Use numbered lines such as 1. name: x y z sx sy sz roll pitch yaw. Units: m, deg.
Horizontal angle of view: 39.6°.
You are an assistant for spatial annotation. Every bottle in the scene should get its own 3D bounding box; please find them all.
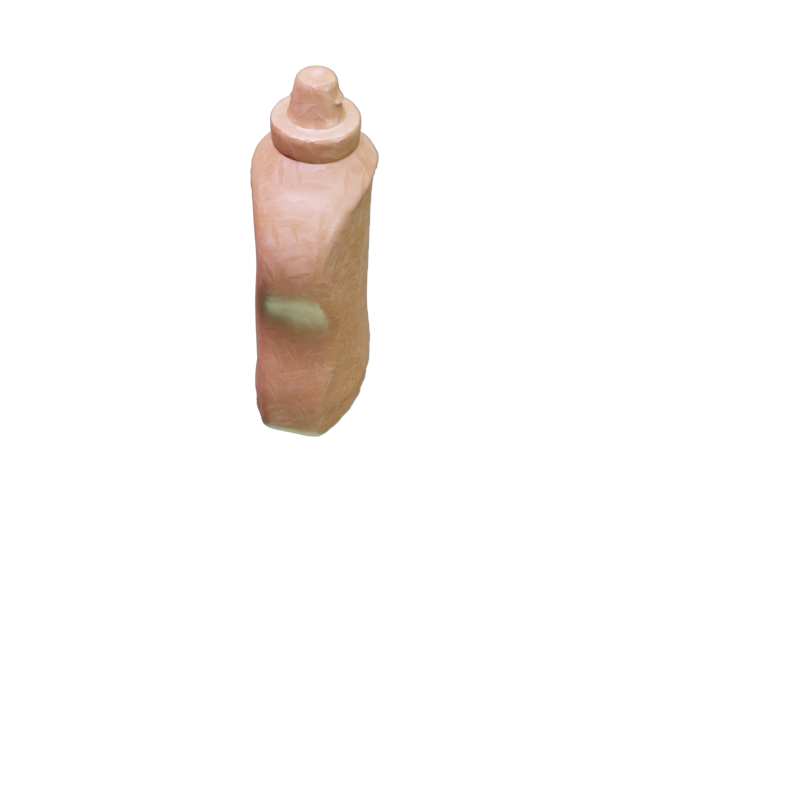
1. bottle: -0.042 -0.077 0.542 0.059 0.179 0.101 12 45 8
